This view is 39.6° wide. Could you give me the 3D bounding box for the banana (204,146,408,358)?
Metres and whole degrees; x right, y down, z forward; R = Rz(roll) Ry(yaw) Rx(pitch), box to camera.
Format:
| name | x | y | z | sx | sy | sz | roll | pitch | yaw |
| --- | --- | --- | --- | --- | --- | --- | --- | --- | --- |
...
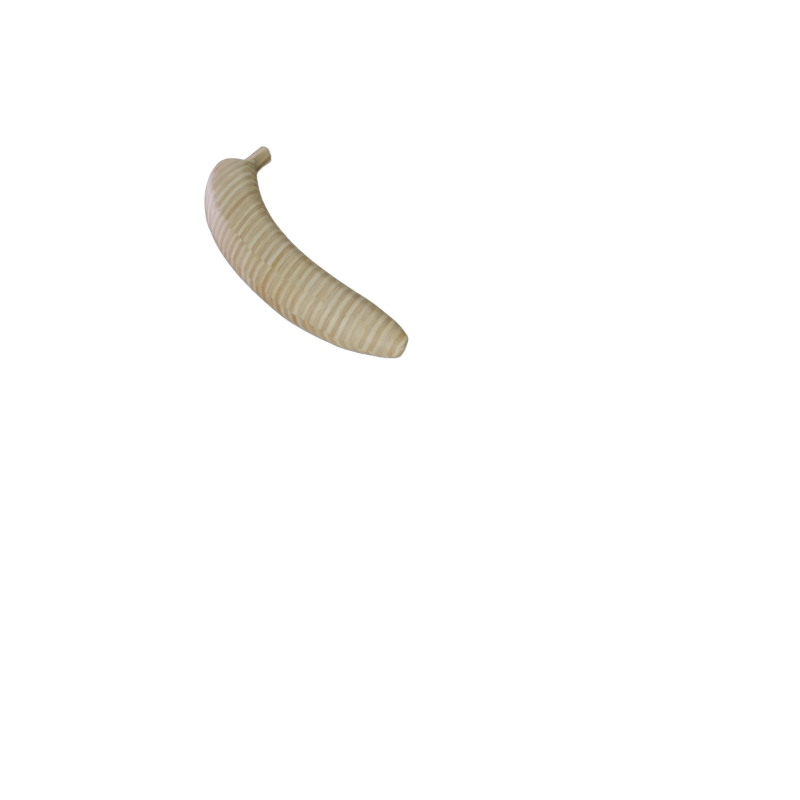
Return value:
| name | x | y | z | sx | sy | sz | roll | pitch | yaw |
| --- | --- | --- | --- | --- | --- | --- | --- | --- | --- |
| banana | -0.070 | -0.092 | 0.666 | 0.069 | 0.214 | 0.034 | -21 | -37 | -18 |
